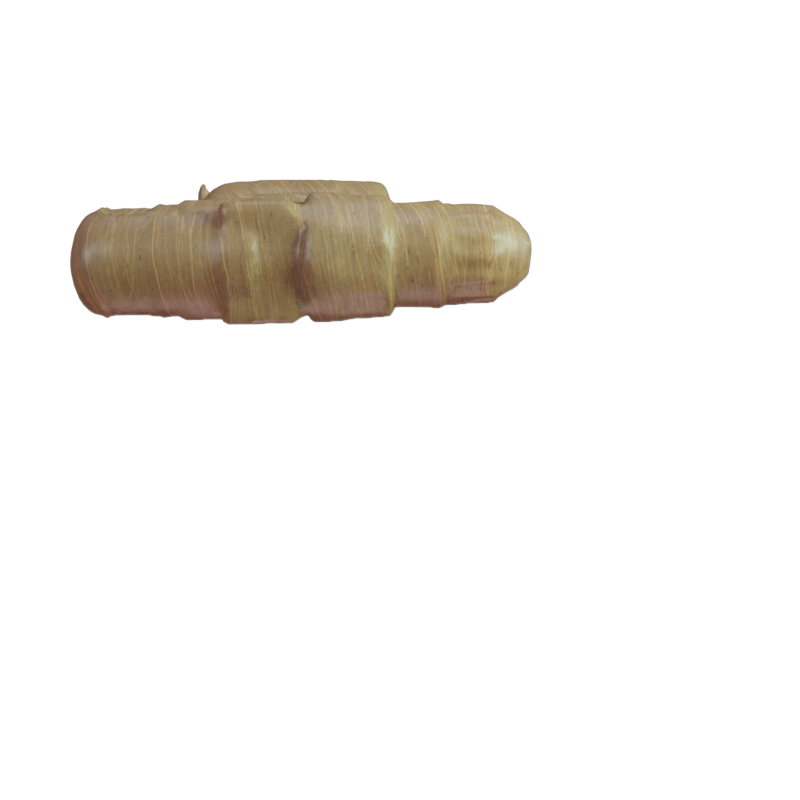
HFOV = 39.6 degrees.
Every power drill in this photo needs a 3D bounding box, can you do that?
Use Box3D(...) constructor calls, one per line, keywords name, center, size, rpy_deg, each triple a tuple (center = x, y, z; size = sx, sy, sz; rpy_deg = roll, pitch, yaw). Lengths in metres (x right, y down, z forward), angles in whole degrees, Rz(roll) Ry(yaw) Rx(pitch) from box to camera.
Box3D(name="power drill", center=(-0.040, -0.073, 0.514), size=(0.185, 0.056, 0.190), rpy_deg=(1, 11, 3))
